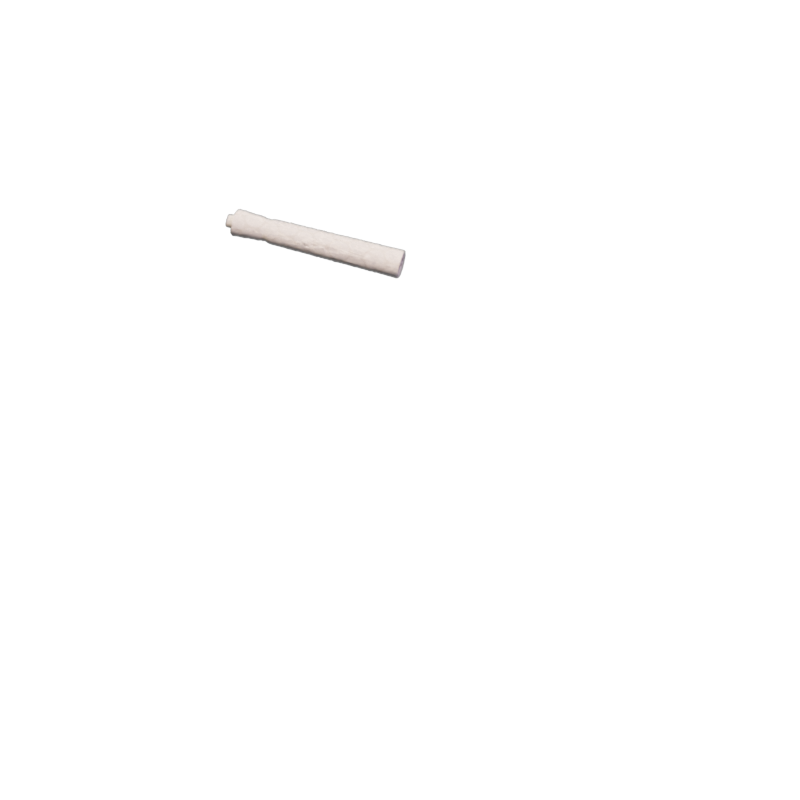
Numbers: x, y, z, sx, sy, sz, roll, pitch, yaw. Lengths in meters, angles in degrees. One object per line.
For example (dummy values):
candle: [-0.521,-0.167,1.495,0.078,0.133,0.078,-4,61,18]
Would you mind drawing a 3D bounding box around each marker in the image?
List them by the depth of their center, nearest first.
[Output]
marker: [-0.057,-0.104,0.726,0.124,0.020,0.019,16,7,13]
